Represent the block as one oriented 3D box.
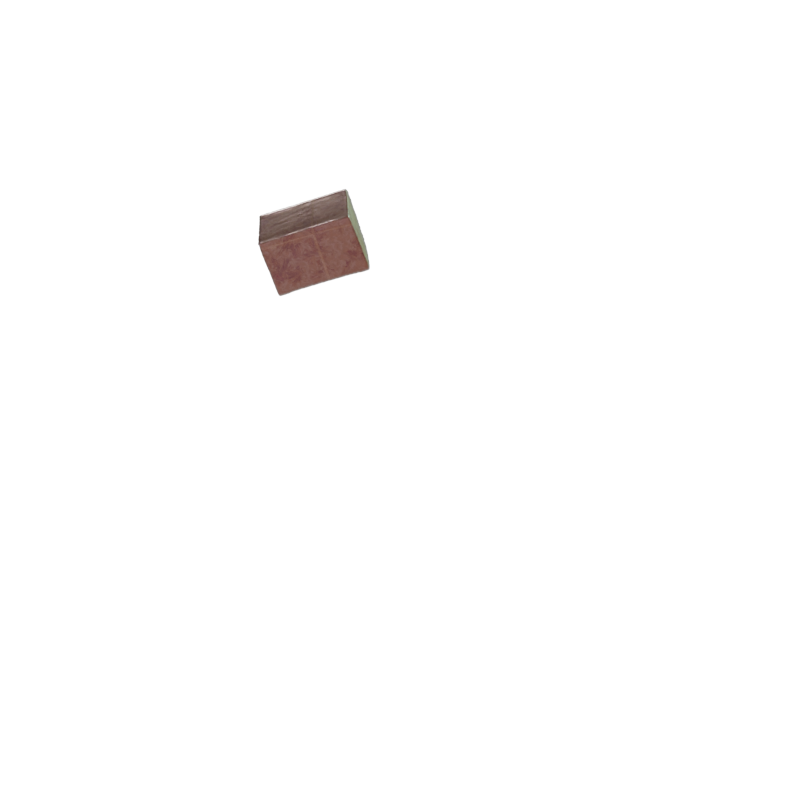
[{"bbox_3d":[-0.070,-0.127,0.892,0.078,0.049,0.055,-15,32,8],"label":"block"}]
